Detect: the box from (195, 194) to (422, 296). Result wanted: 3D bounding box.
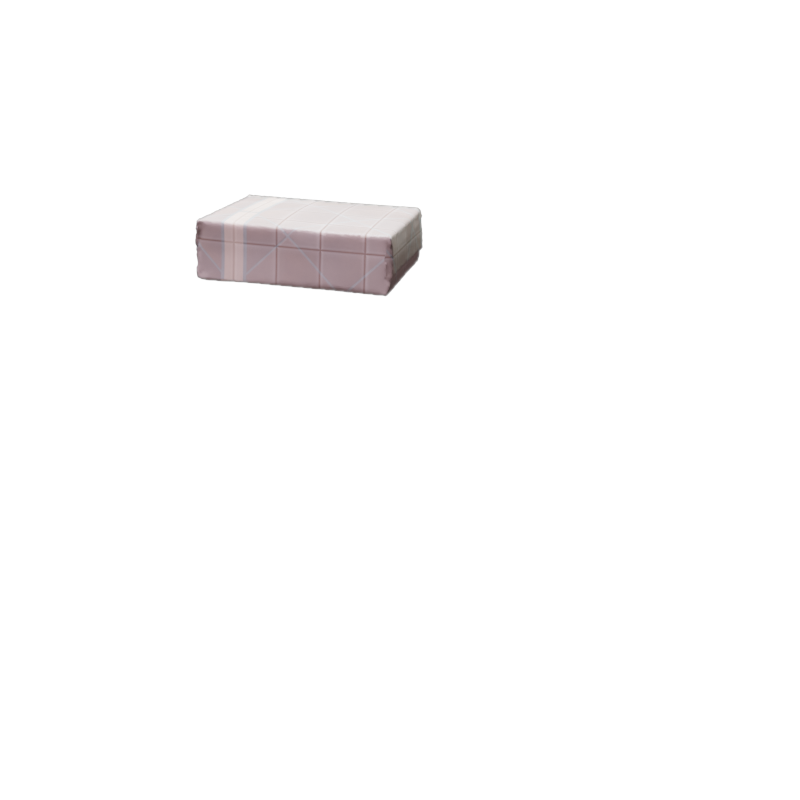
[{"bbox_3d":[-0.050,-0.091,0.640,0.116,0.038,0.091,4,18,13],"label":"box"}]
